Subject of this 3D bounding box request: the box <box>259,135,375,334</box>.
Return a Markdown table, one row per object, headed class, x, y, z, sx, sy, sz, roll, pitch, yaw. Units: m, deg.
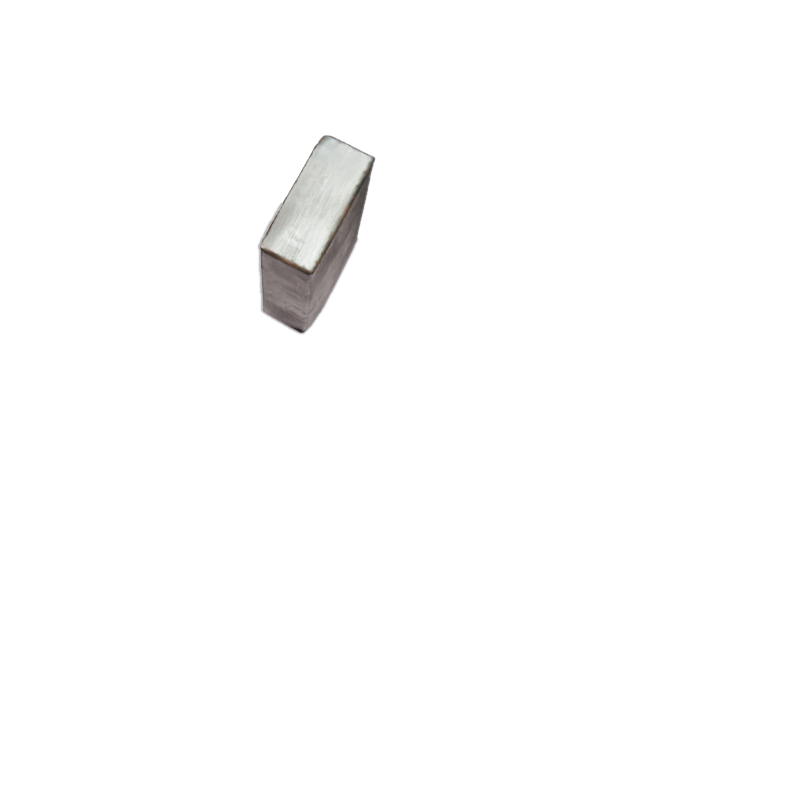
| class | x | y | z | sx | sy | sz | roll | pitch | yaw |
| --- | --- | --- | --- | --- | --- | --- | --- | --- | --- |
| box | -0.062 | -0.113 | 0.792 | 0.049 | 0.095 | 0.170 | 27 | -13 | 2 |
